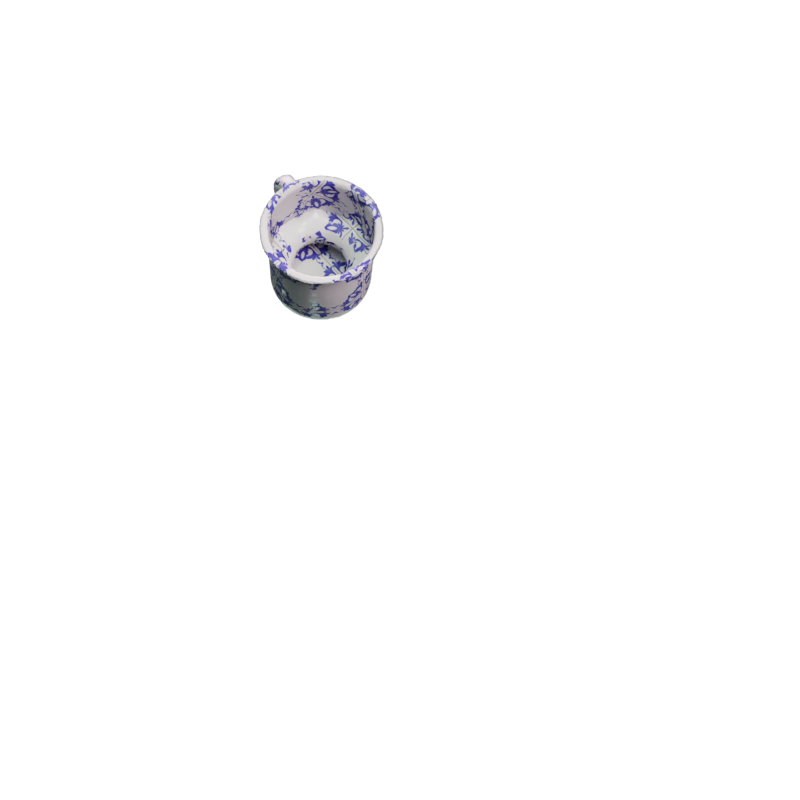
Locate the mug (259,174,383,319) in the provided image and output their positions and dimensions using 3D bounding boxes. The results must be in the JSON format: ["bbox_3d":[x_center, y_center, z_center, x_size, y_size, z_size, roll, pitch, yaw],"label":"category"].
[{"bbox_3d":[-0.068,-0.124,0.867,0.093,0.124,0.077,-28,-22,-14],"label":"mug"}]
